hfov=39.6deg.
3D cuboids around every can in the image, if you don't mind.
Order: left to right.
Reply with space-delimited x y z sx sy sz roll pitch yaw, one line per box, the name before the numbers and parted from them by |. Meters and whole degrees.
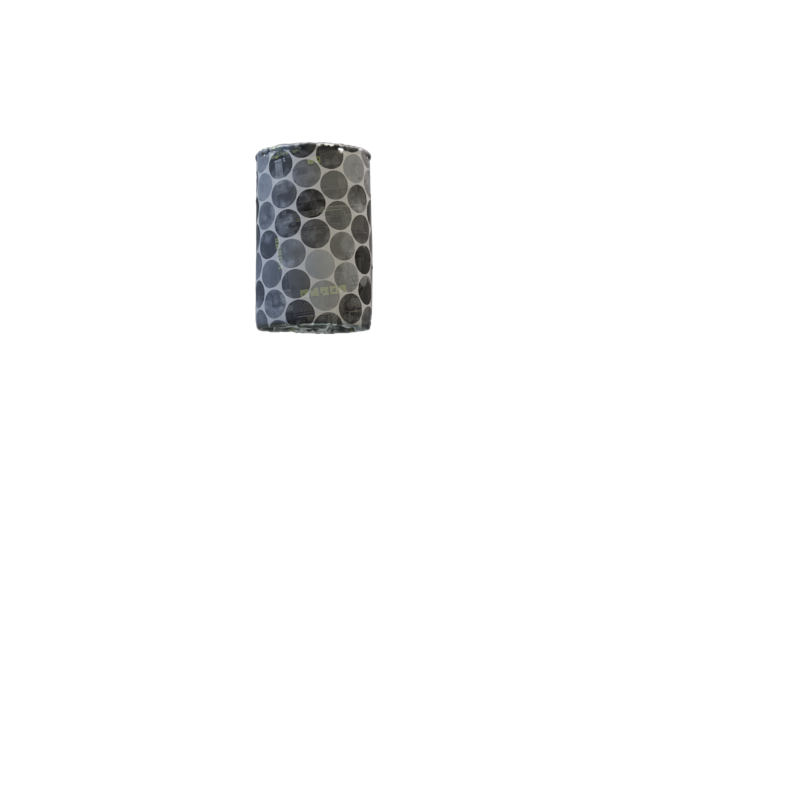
can | -0.050 -0.091 0.640 0.068 0.104 0.067 0 -6 -2
